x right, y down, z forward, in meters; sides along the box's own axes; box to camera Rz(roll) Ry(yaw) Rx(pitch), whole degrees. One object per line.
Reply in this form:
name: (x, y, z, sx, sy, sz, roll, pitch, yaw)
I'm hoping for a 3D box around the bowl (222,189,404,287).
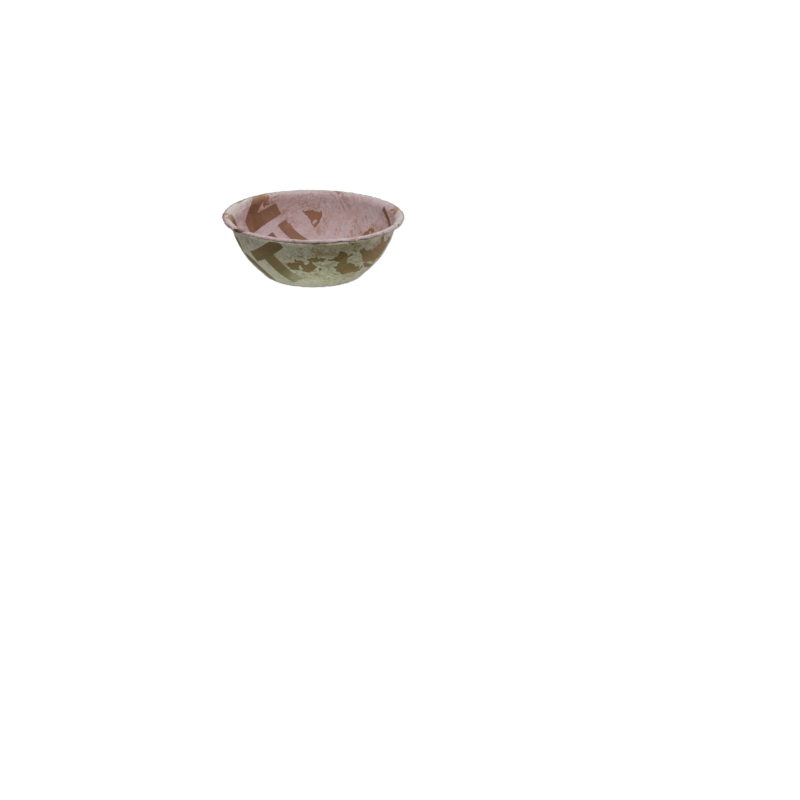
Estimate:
bowl: (-0.078, -0.142, 0.993, 0.162, 0.052, 0.170, -1, 25, -2)
